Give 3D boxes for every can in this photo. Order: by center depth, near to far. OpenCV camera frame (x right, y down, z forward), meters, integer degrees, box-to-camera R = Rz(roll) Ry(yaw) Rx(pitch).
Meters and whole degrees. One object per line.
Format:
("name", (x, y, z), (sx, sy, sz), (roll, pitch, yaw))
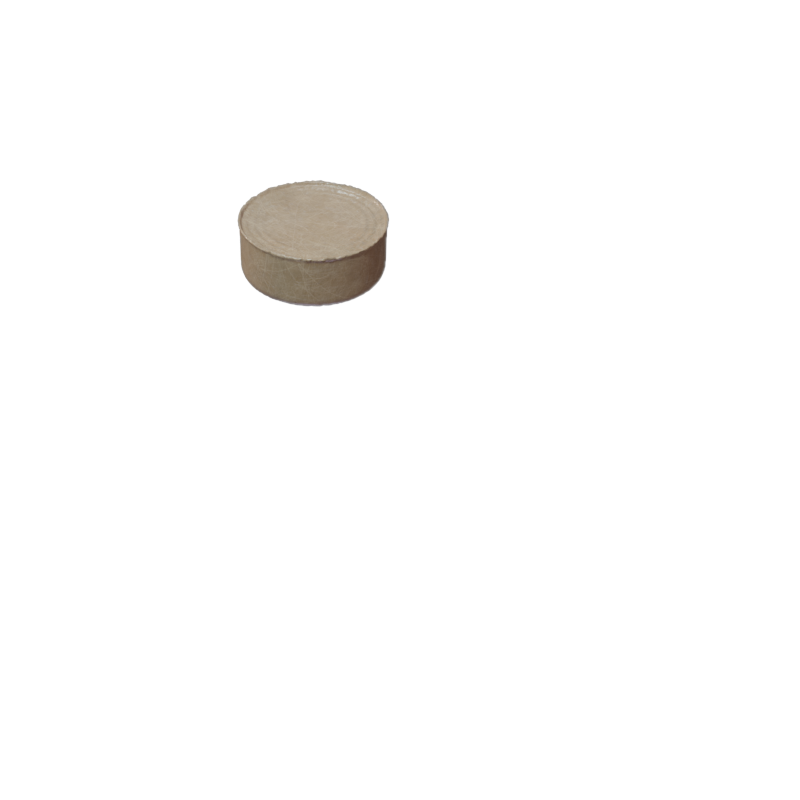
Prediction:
("can", (-0.050, -0.091, 0.637), (0.086, 0.031, 0.092), (-1, 38, -2))
